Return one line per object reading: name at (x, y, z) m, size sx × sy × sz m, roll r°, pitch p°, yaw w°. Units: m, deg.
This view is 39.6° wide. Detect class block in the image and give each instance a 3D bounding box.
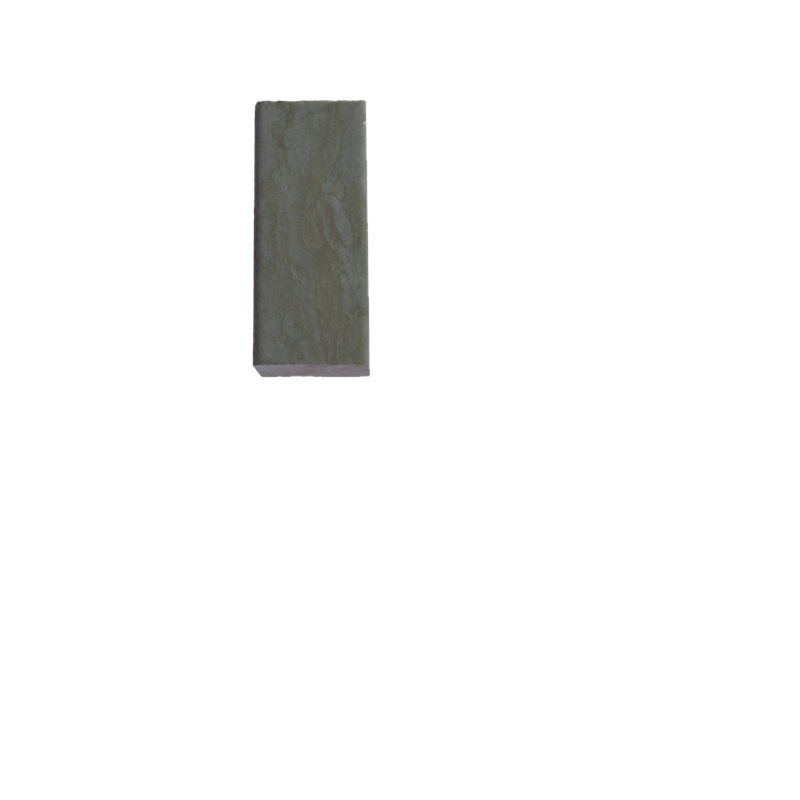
block at (-0.070, -0.126, 0.881) m, size 0.090 × 0.212 × 0.088 m, roll -1°, pitch -11°, yaw 0°
